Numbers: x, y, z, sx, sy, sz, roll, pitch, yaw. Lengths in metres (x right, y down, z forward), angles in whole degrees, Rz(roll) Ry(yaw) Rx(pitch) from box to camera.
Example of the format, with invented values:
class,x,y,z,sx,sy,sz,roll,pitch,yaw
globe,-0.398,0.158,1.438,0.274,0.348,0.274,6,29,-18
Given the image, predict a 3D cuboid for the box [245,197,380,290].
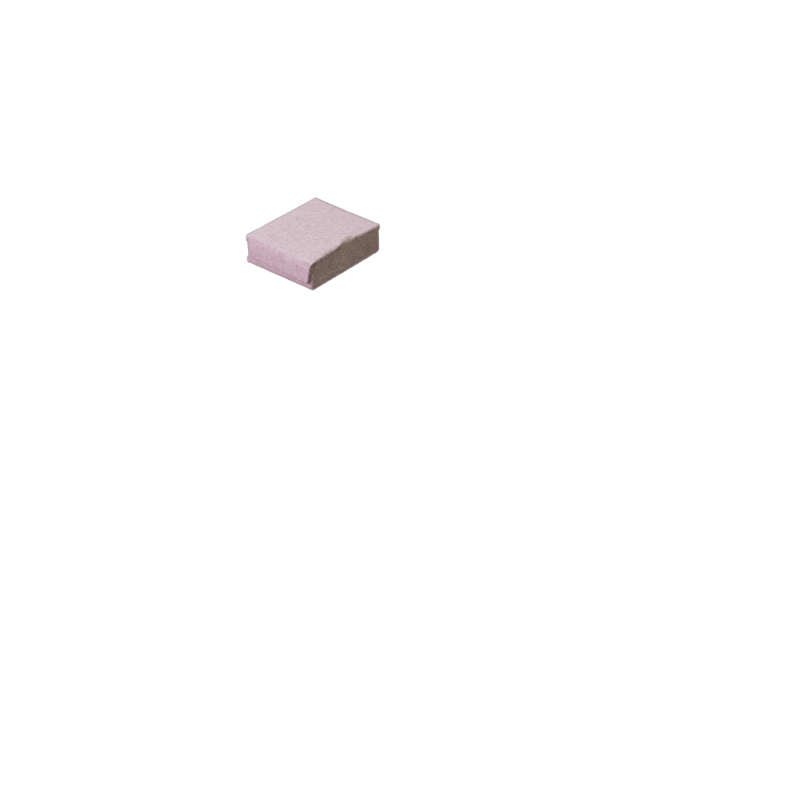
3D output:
class,x,y,z,sx,sy,sz,roll,pitch,yaw
box,-0.072,-0.131,0.918,0.078,0.028,0.090,26,42,31
